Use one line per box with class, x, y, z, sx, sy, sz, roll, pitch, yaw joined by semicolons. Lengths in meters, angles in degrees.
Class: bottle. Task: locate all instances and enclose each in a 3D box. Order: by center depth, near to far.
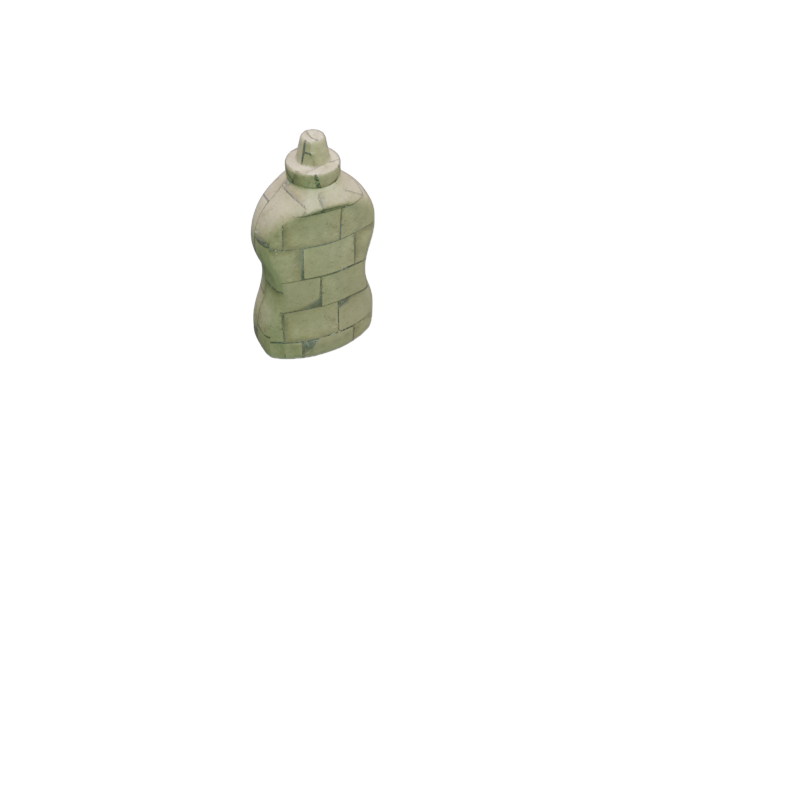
bottle;-0.067;-0.122;0.850;0.095;0.179;0.063;-16;45;-20
